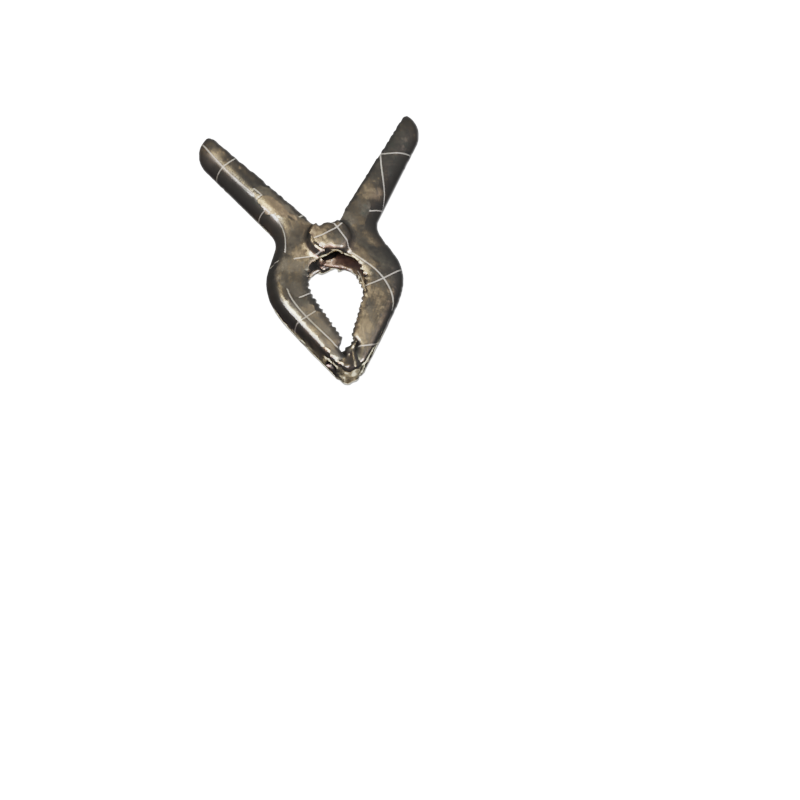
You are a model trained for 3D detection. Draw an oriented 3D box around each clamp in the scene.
[{"bbox_3d":[-0.062,-0.112,0.787,0.164,0.223,0.034,-3,-28,-2],"label":"clamp"}]
